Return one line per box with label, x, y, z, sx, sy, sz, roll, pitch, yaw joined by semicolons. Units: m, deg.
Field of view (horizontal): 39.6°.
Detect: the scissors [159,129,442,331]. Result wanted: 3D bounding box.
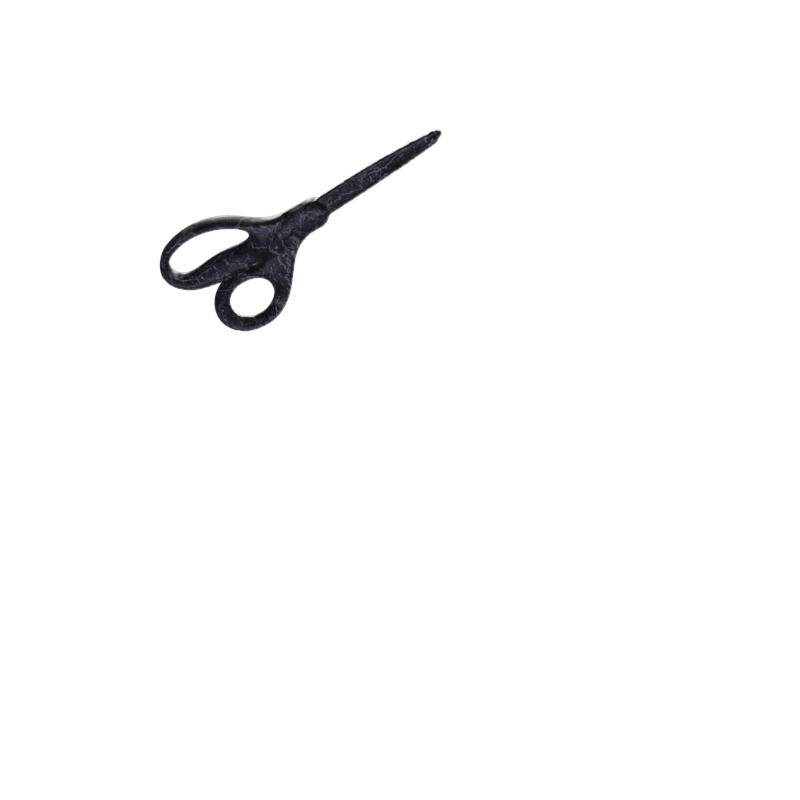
scissors;-0.056;-0.102;0.713;0.203;0.089;0.017;-16;34;11
